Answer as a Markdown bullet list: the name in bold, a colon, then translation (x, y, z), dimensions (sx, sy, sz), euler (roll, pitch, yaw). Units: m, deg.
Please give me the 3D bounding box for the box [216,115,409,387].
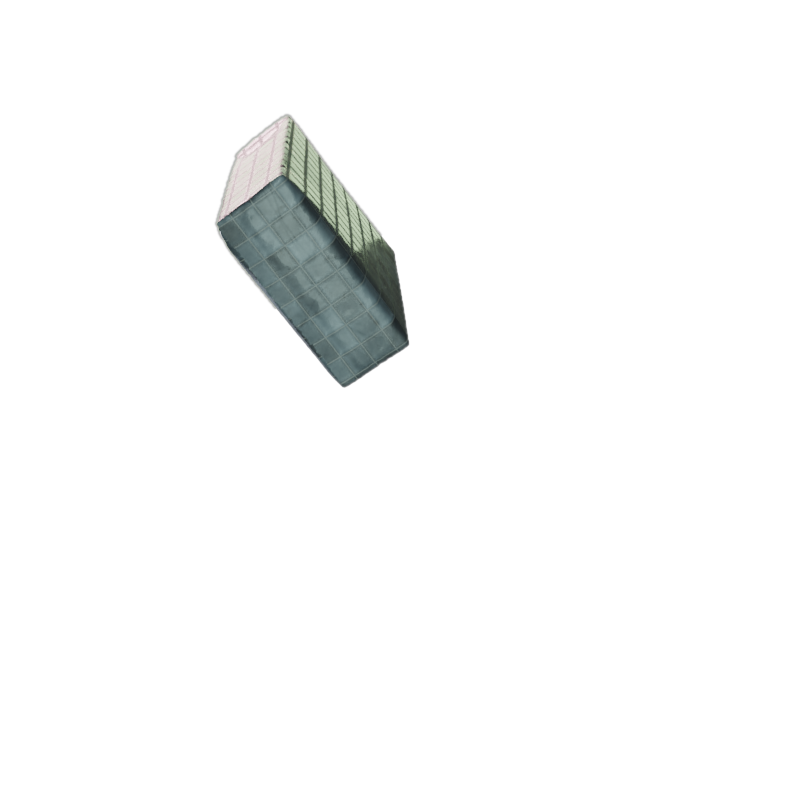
- **box**: translation (-0.071, -0.129, 0.907), dimensions (0.071, 0.157, 0.225), euler (-35, 20, 11)
